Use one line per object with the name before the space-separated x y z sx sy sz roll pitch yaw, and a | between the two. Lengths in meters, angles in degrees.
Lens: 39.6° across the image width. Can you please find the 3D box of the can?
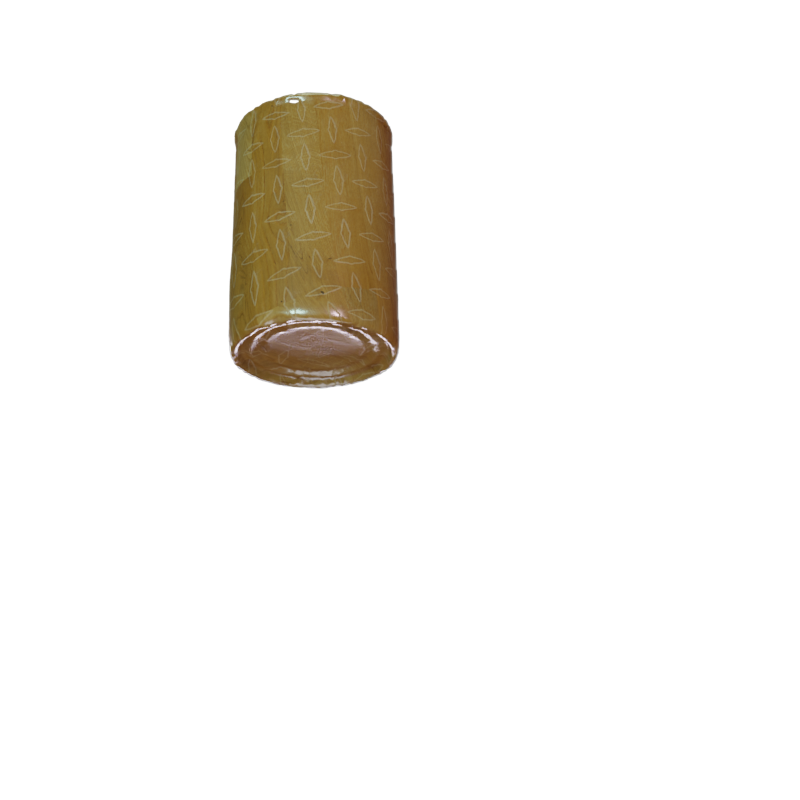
can | -0.035 -0.064 0.451 0.068 0.108 0.065 0 -27 -2
